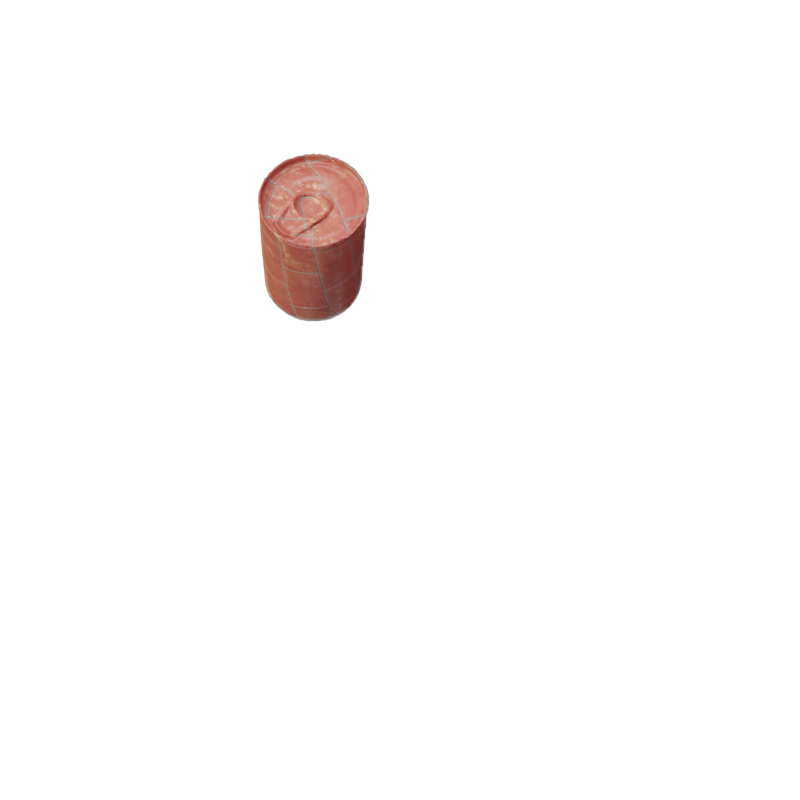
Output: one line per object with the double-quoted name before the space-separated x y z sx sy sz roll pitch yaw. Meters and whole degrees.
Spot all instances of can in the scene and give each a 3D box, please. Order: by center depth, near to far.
"can" -0.056 -0.102 0.717 0.068 0.073 0.096 0 -26 -3
